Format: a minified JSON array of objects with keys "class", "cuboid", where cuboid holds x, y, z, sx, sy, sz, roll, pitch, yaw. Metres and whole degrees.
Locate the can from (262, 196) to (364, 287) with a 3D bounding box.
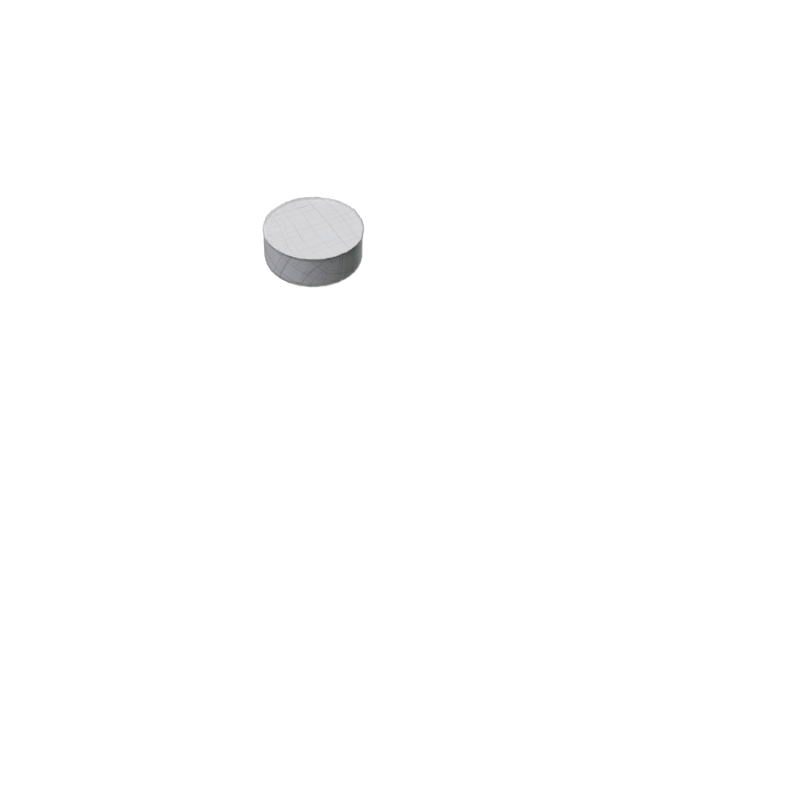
[{"class":"can","cuboid":[-0.074,-0.135,0.945,0.086,0.031,0.092,-1,43,-2]}]
